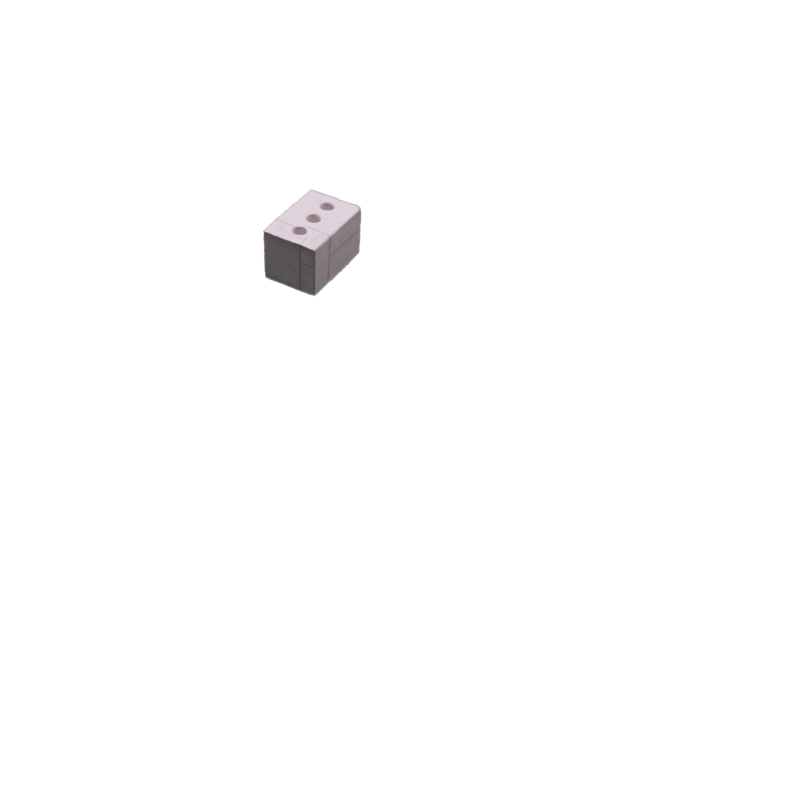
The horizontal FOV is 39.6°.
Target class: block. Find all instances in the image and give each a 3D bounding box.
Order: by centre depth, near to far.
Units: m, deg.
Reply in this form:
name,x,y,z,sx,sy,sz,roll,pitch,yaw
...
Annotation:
name,x,y,z,sx,sy,sz,roll,pitch,yaw
block,-0.075,-0.136,0.952,0.055,0.048,0.080,20,44,21
